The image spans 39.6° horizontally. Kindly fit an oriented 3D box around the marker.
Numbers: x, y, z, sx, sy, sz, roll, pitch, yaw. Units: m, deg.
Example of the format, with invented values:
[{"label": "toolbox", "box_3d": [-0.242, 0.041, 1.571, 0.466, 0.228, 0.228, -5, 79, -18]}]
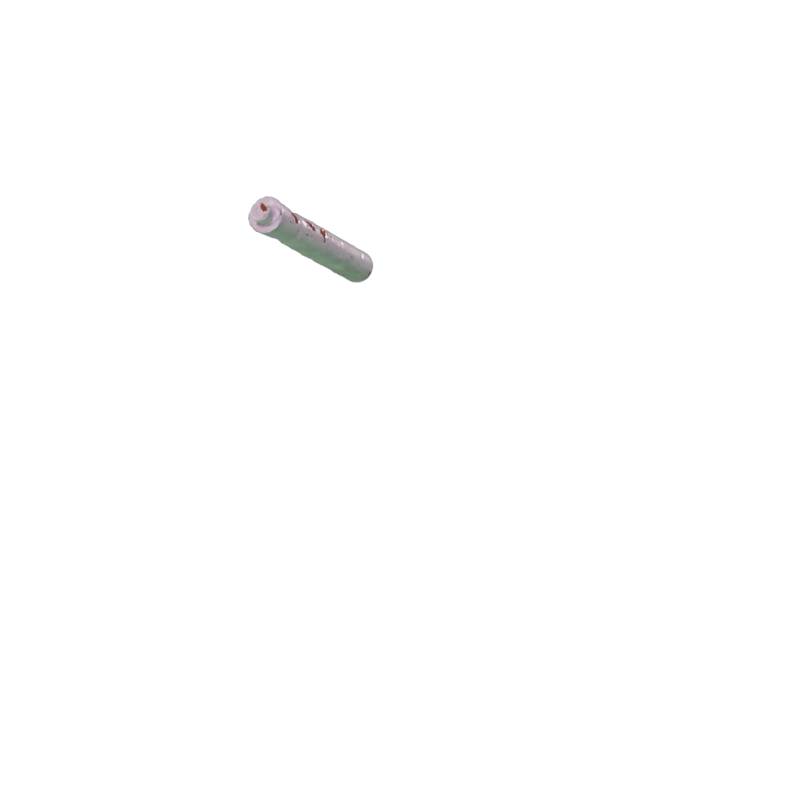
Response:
[{"label": "marker", "box_3d": [-0.046, -0.084, 0.585, 0.020, 0.020, 0.115, 2, -6, 23]}]
